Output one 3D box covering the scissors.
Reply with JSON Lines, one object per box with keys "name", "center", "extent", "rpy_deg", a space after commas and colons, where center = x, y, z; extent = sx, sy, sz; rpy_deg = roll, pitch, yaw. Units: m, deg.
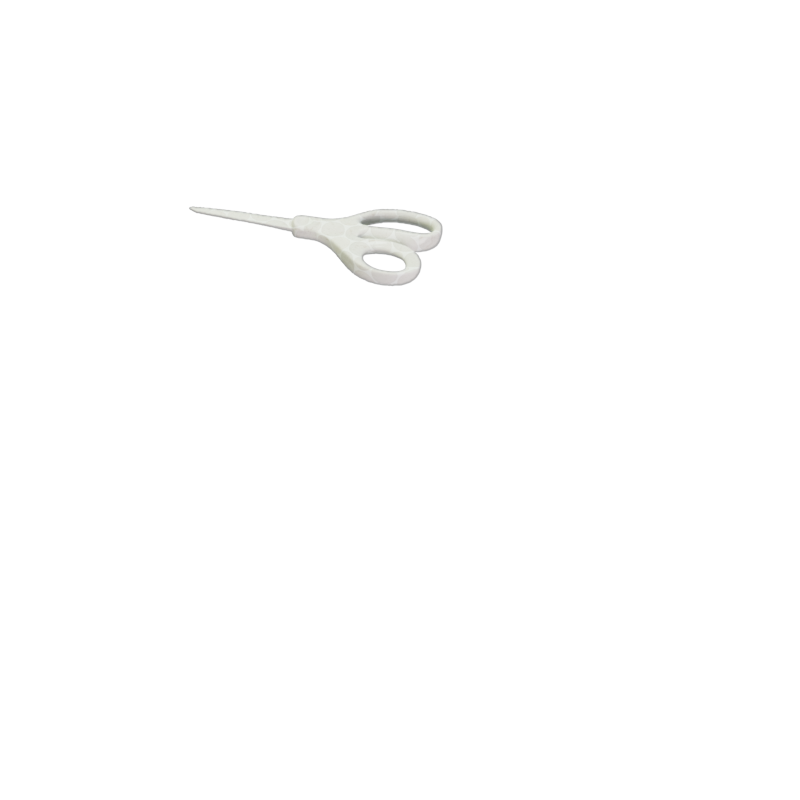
{"name": "scissors", "center": [-0.067, -0.123, 0.859], "extent": [0.202, 0.015, 0.103], "rpy_deg": [0, 40, 0]}
